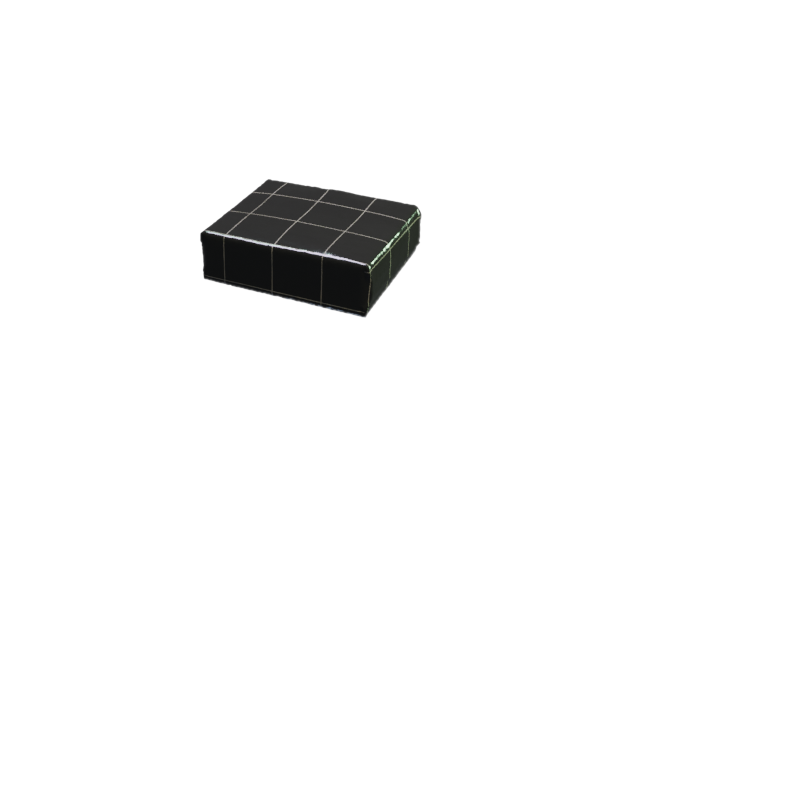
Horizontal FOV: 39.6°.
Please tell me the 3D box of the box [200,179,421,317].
[{"bbox_3d":[-0.043,-0.079,0.552,0.092,0.028,0.075,13,34,19],"label":"box"}]
